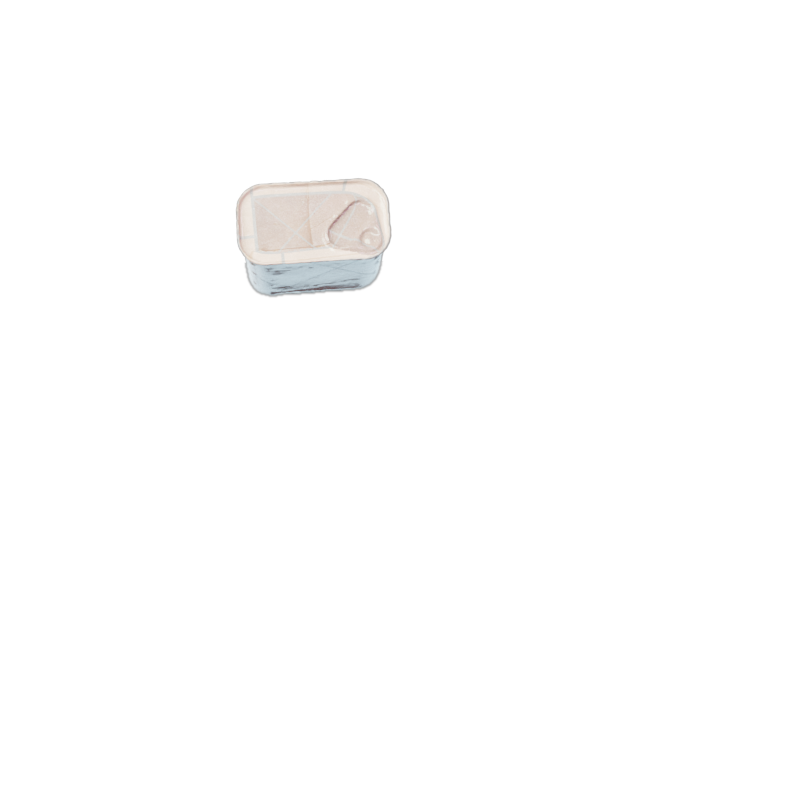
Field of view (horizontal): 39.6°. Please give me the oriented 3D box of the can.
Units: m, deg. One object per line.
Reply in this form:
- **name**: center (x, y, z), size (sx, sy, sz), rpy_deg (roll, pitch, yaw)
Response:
- **can**: center (-0.060, -0.110, 0.769), size (0.102, 0.060, 0.081), rpy_deg (-4, -14, -3)
